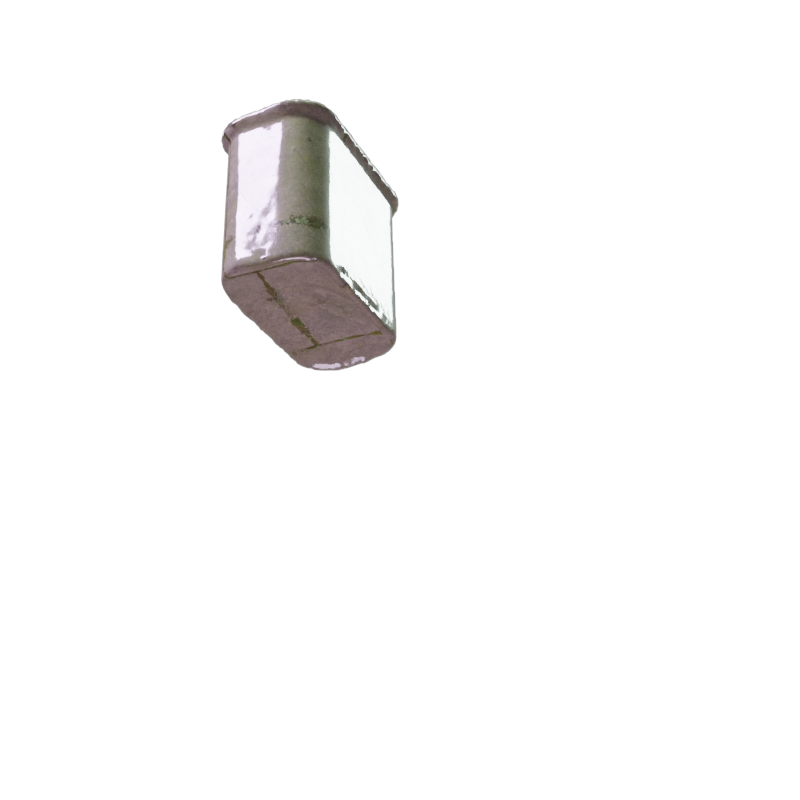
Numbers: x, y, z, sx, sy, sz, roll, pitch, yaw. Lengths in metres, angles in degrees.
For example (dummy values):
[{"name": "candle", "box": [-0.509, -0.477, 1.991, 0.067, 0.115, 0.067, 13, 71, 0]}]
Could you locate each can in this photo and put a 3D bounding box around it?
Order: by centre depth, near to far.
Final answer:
[{"name": "can", "box": [-0.040, -0.073, 0.511, 0.058, 0.089, 0.094, -16, -34, 21]}]
